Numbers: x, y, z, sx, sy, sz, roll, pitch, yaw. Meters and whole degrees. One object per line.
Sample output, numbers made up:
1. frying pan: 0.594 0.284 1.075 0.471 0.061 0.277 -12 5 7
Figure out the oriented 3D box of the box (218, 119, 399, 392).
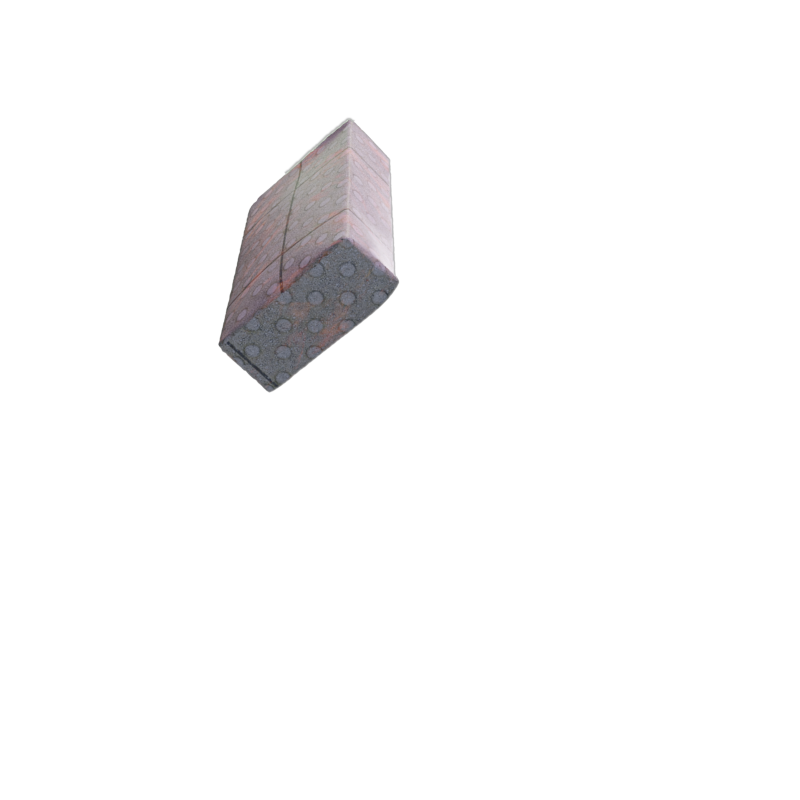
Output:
1. box: -0.049 -0.090 0.628 0.092 0.045 0.188 -38 27 18
